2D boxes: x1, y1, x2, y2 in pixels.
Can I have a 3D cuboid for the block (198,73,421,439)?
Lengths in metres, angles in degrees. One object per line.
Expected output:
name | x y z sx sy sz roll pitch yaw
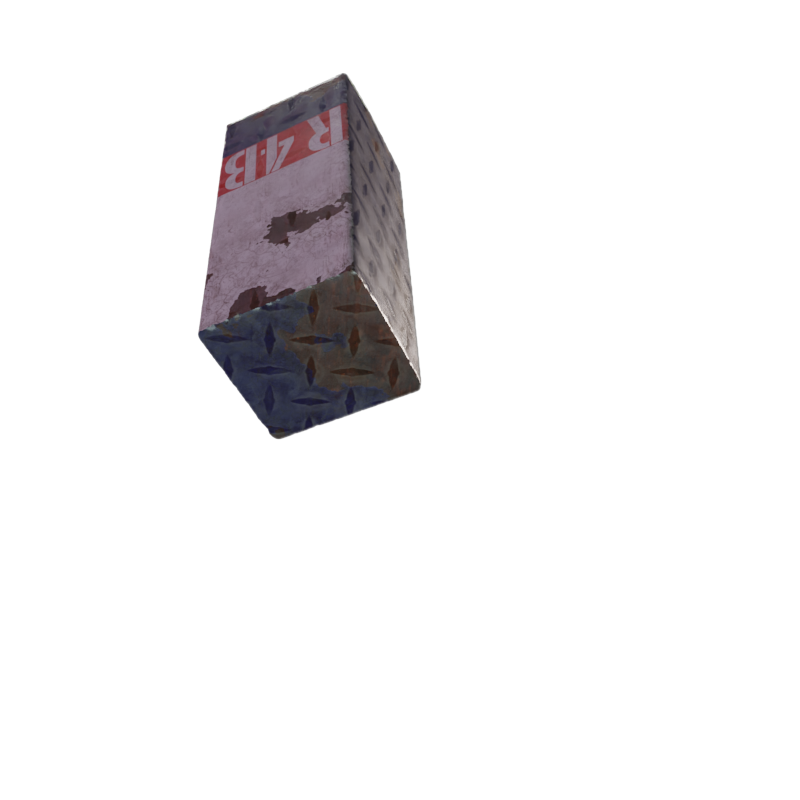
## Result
block | -0.050 -0.092 0.650 0.091 0.083 0.221 -21 39 14
